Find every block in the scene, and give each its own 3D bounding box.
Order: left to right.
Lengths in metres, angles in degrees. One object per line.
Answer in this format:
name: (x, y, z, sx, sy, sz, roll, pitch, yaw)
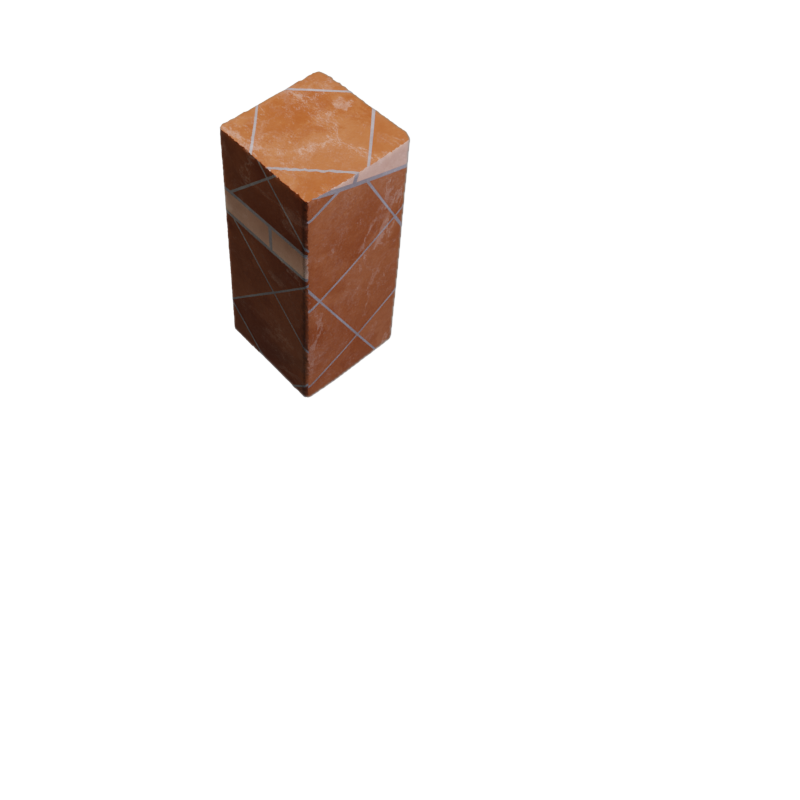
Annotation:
block: (-0.060, -0.111, 0.773, 0.091, 0.192, 0.097, -35, 62, -26)
